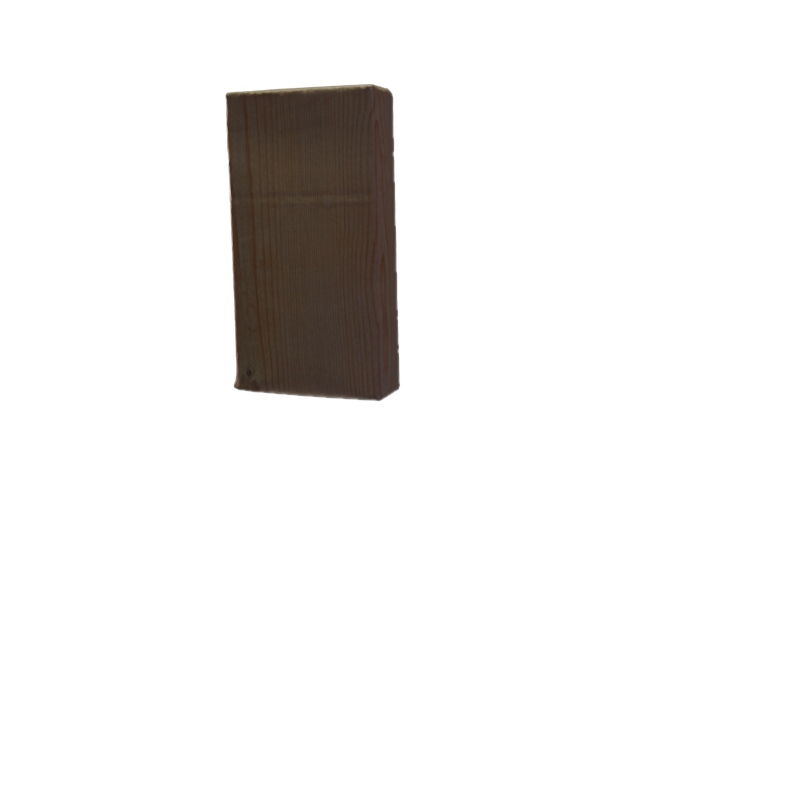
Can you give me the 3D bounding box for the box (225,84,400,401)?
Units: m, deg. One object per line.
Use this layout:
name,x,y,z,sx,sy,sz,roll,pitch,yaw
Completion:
box,-0.050,-0.092,0.643,0.096,0.175,0.047,1,2,21
